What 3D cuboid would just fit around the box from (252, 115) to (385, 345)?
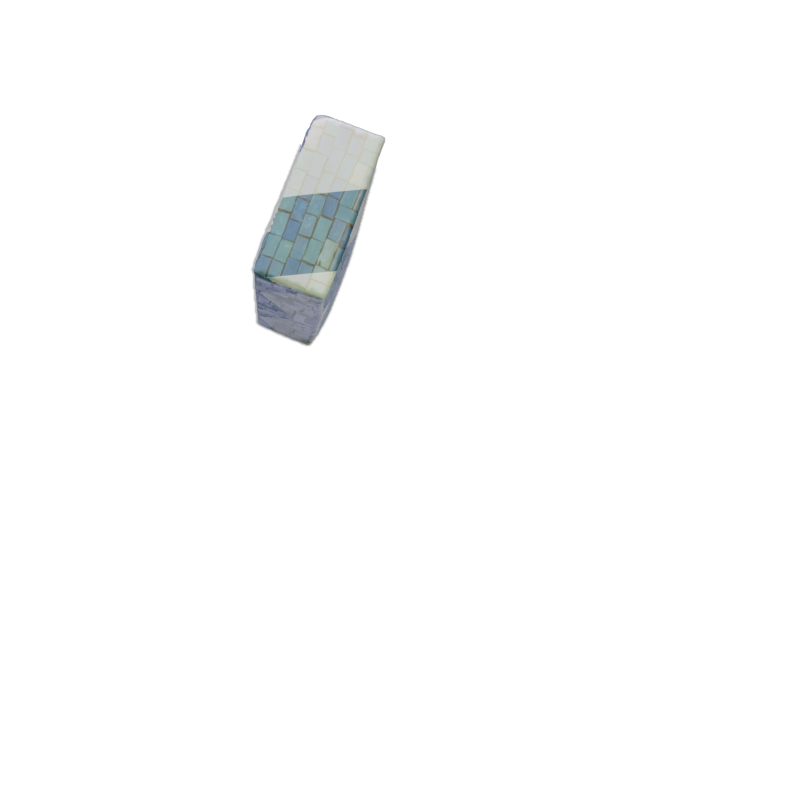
[{"bbox_3d":[-0.050,-0.091,0.639,0.048,0.095,0.172,20,-9,-2],"label":"box"}]
